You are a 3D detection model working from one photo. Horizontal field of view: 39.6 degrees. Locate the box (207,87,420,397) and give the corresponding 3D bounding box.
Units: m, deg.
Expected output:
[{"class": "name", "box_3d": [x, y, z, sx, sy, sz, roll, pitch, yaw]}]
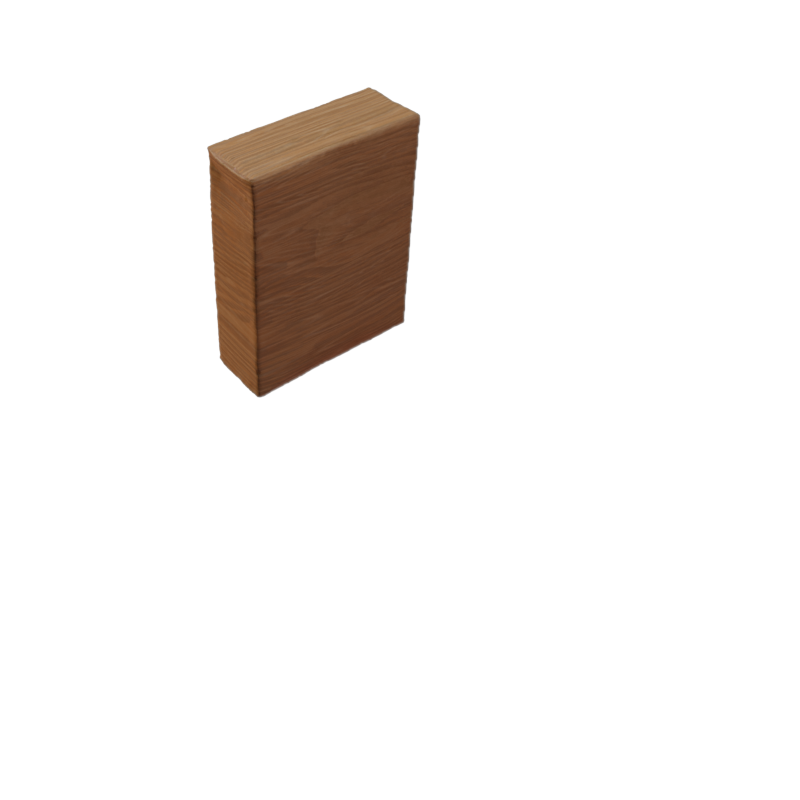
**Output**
[{"class": "box", "box_3d": [-0.071, -0.129, 0.906, 0.163, 0.200, 0.077, -27, 47, -32]}]
